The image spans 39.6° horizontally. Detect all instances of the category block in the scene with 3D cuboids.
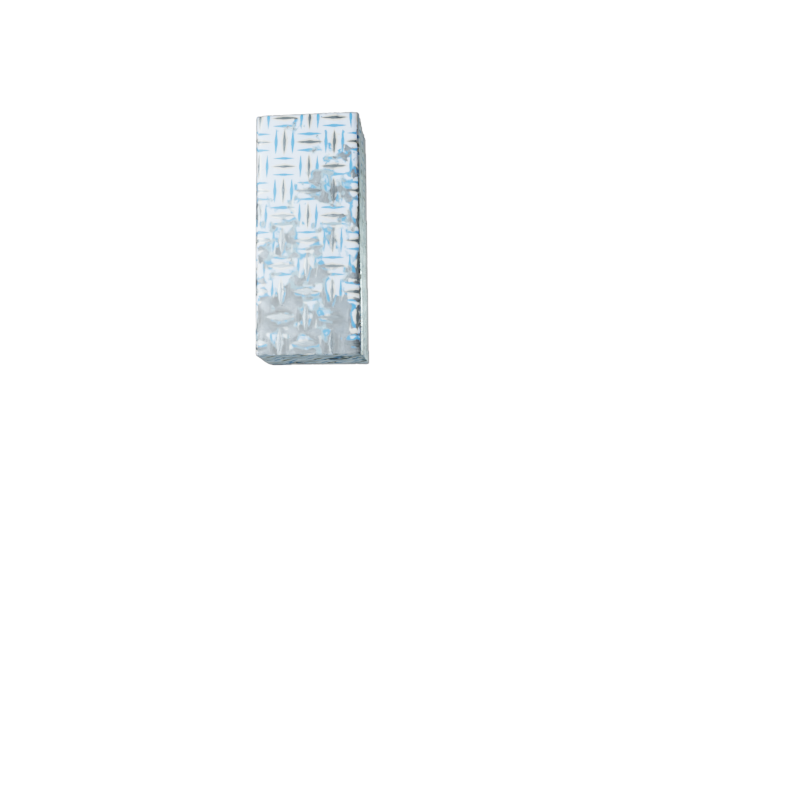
[{"bbox_3d":[-0.076,-0.138,0.967,0.091,0.212,0.087,-2,-10,5],"label":"block"}]
